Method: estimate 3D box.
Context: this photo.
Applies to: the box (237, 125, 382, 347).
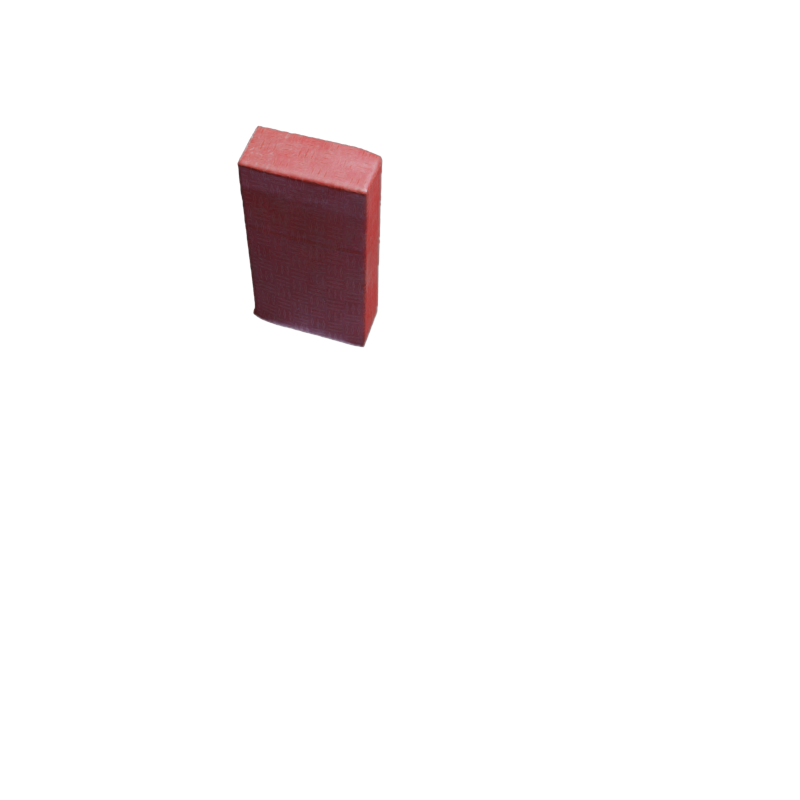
[{"bbox_3d":[-0.062,-0.114,0.801,0.095,0.050,0.164,17,-37,9],"label":"box"}]
